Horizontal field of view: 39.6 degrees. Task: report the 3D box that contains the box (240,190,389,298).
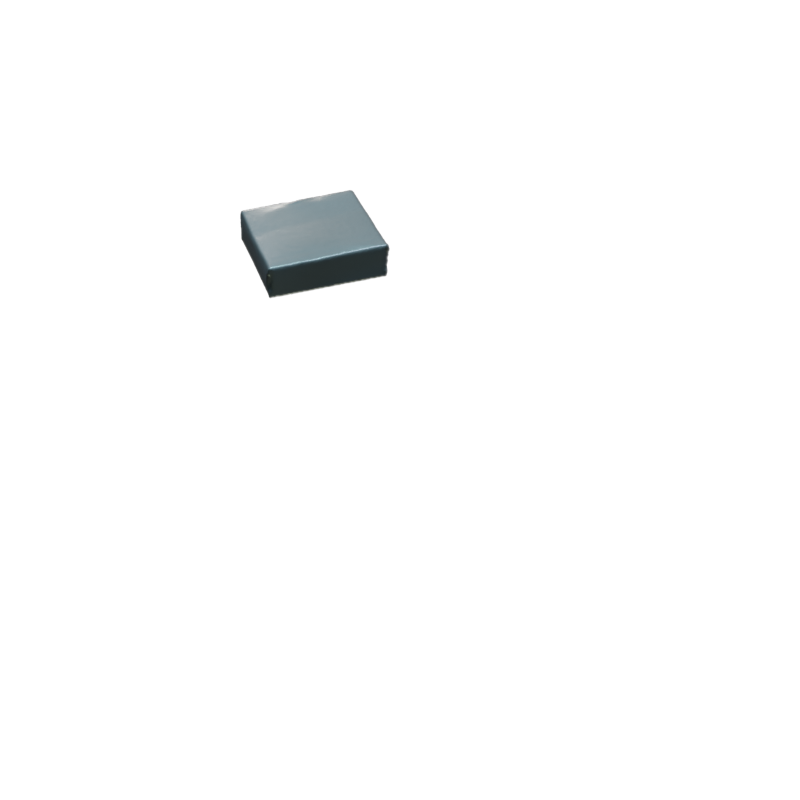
[{"bbox_3d":[-0.061,-0.112,0.785,0.088,0.028,0.079,-13,43,-15],"label":"box"}]
